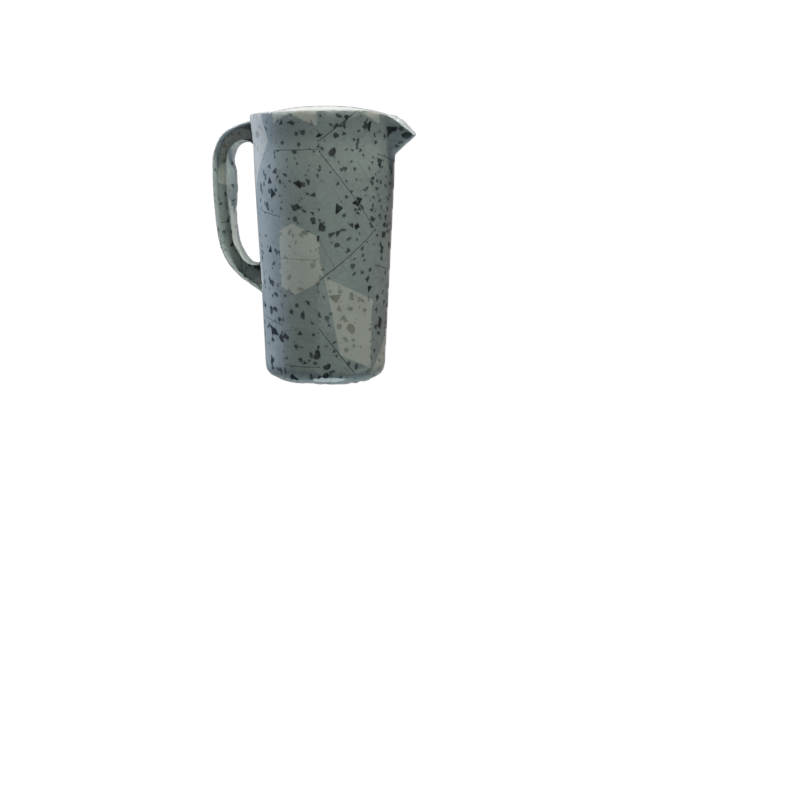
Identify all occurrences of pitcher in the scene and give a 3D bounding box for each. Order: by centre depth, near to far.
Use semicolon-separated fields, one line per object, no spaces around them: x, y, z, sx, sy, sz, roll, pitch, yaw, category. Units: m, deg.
-0.078;-0.143;0.999;0.140;0.241;0.156;-3;6;-30;pitcher
